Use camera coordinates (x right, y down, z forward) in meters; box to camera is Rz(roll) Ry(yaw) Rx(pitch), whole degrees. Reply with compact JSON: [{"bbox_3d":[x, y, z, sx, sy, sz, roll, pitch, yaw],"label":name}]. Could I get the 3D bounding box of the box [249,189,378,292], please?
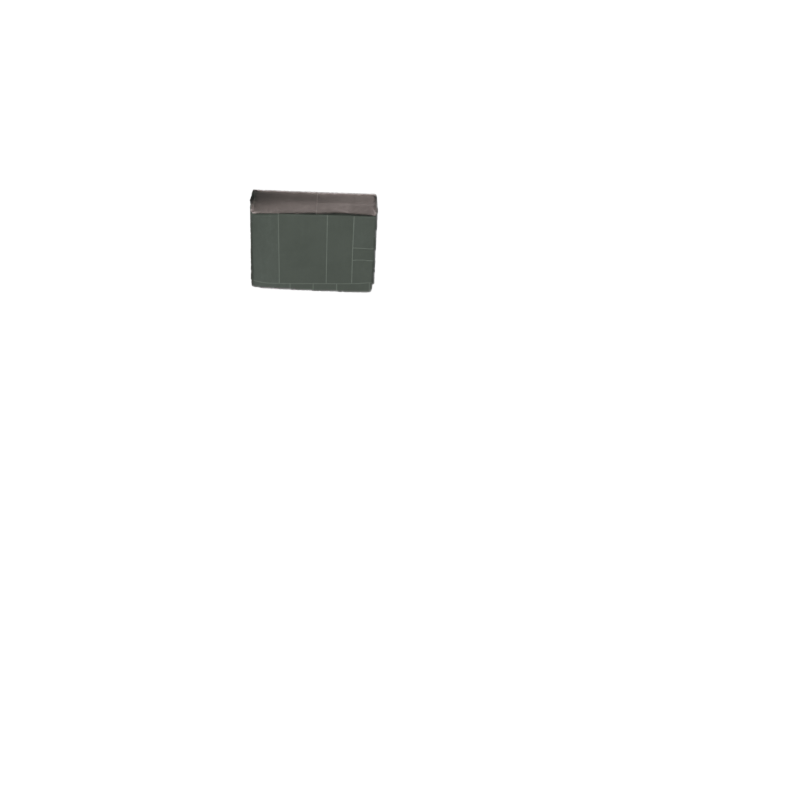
[{"bbox_3d":[-0.078,-0.142,0.992,0.113,0.084,0.042,2,41,-2],"label":"box"}]
